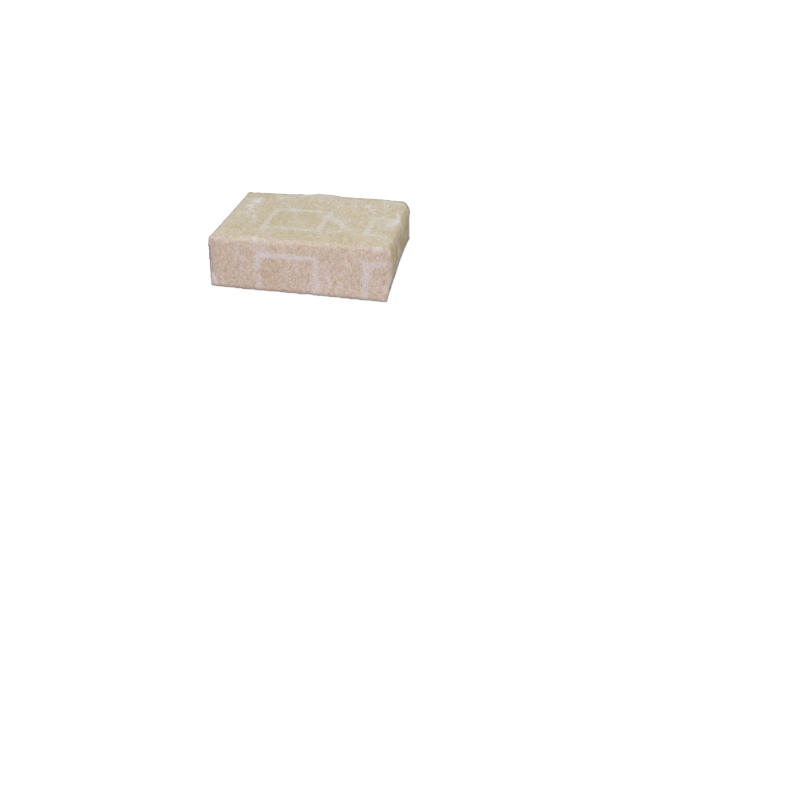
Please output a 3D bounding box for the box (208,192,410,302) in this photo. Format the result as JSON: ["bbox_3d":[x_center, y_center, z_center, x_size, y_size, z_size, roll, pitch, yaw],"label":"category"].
[{"bbox_3d":[-0.043,-0.079,0.556,0.091,0.029,0.076,5,26,9],"label":"box"}]
